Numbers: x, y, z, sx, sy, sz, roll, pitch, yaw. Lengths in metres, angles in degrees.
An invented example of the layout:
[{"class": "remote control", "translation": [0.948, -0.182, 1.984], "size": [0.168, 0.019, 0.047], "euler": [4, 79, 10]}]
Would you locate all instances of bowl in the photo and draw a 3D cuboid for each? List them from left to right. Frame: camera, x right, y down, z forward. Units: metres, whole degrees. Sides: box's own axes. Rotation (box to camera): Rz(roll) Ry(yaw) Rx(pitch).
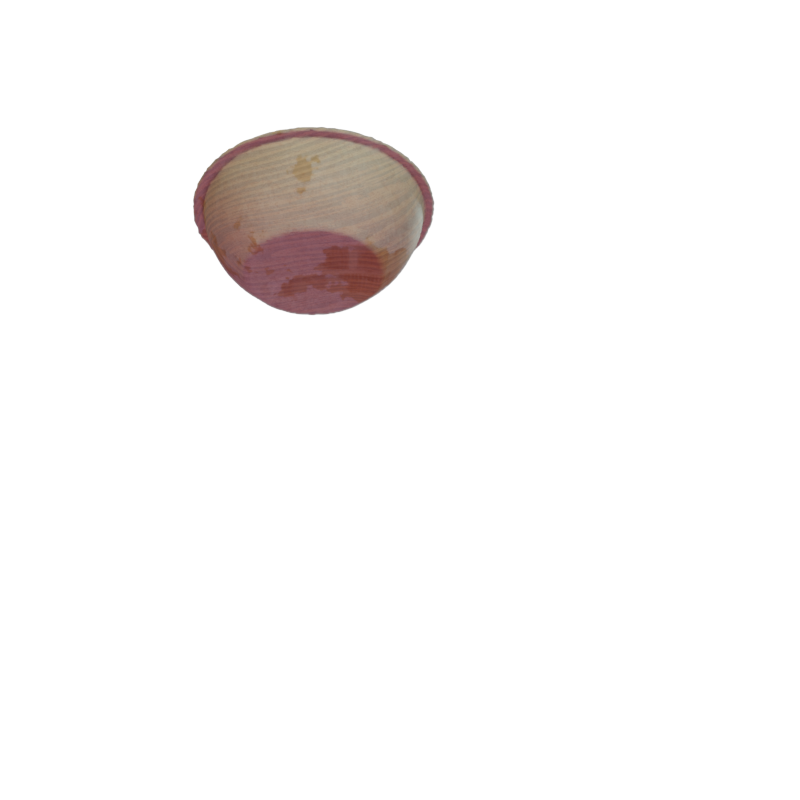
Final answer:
[{"class": "bowl", "translation": [-0.057, -0.104, 0.728], "size": [0.162, 0.059, 0.151], "euler": [1, -35, -2]}]
